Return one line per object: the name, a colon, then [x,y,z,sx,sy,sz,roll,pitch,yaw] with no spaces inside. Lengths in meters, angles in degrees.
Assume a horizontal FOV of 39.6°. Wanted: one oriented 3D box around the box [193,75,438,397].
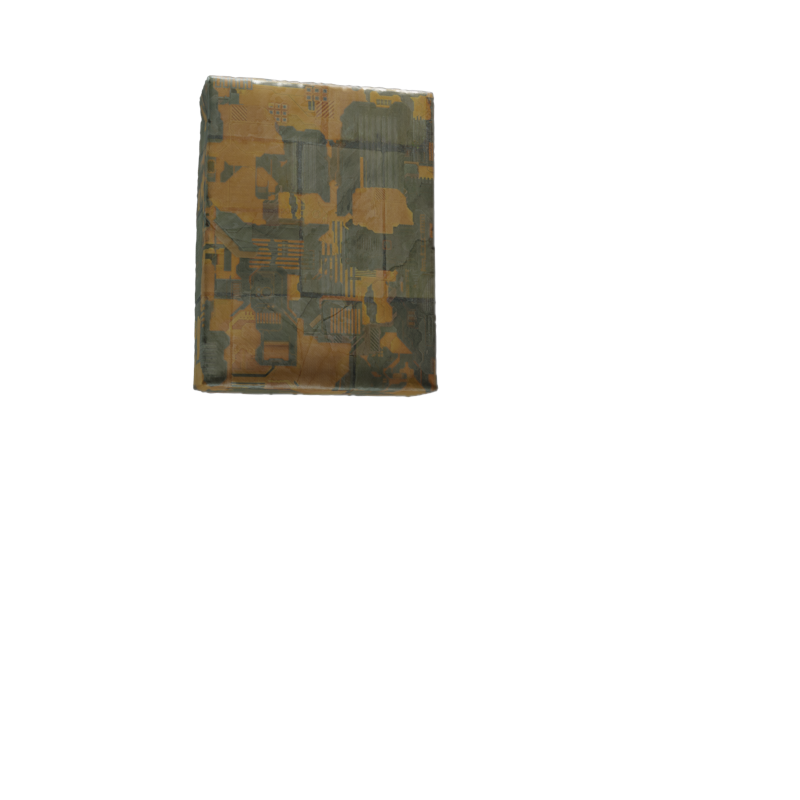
box: [-0.061,-0.111,0.781,0.161,0.220,0.071,2,-11,-14]
